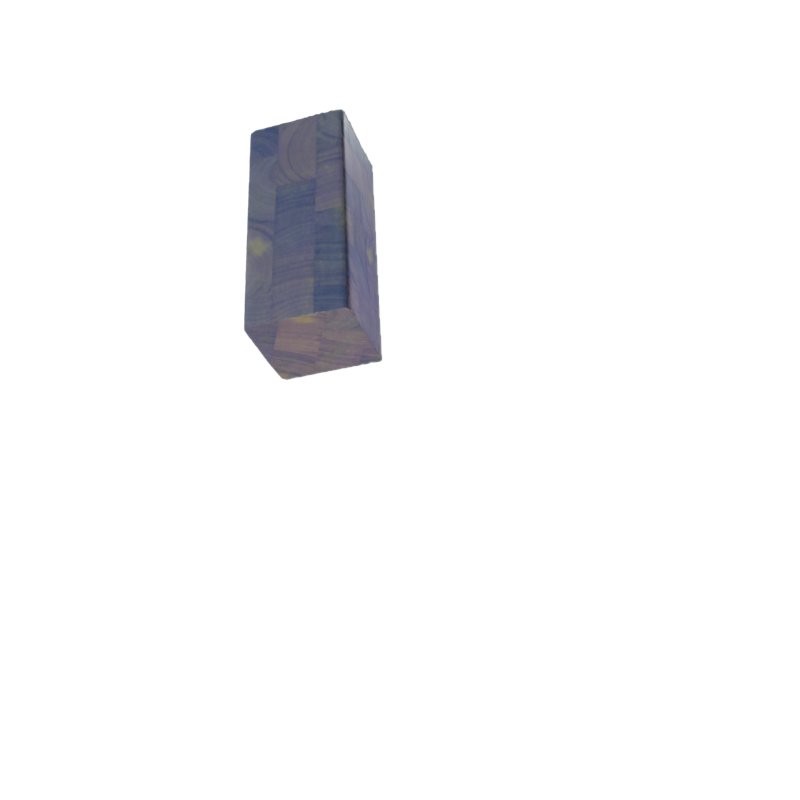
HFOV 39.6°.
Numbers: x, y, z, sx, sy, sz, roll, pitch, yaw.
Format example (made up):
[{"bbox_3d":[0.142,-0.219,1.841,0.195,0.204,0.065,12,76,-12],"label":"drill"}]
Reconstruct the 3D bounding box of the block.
[{"bbox_3d":[-0.074,-0.135,0.944,0.092,0.220,0.083,-12,-35,14],"label":"block"}]
